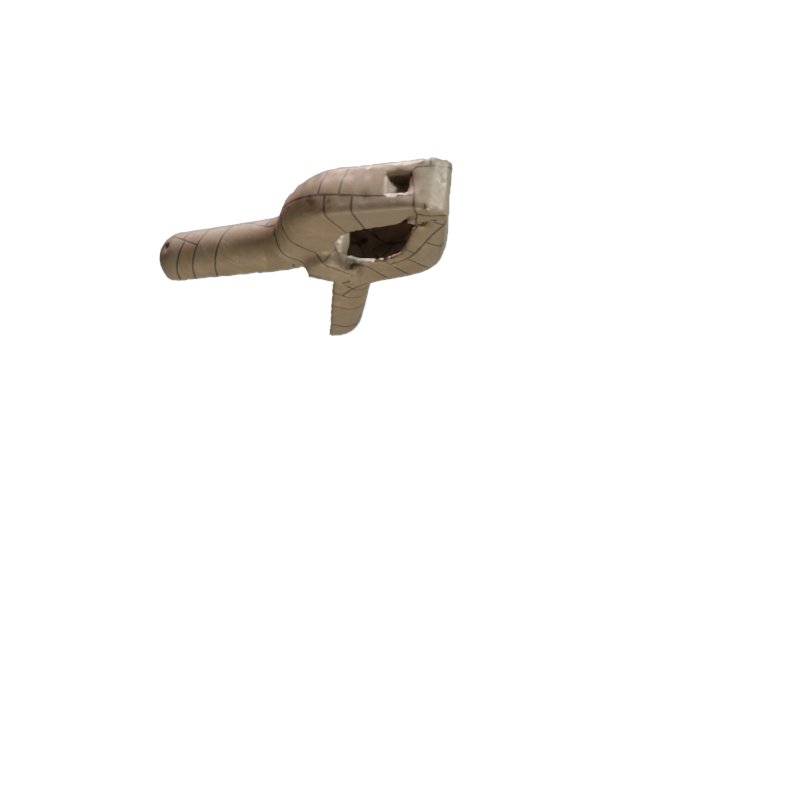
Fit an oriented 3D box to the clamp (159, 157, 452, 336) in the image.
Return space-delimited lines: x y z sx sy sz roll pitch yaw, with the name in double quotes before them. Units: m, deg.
"clamp" -0.042 -0.077 0.542 0.116 0.041 0.169 10 -22 -25
